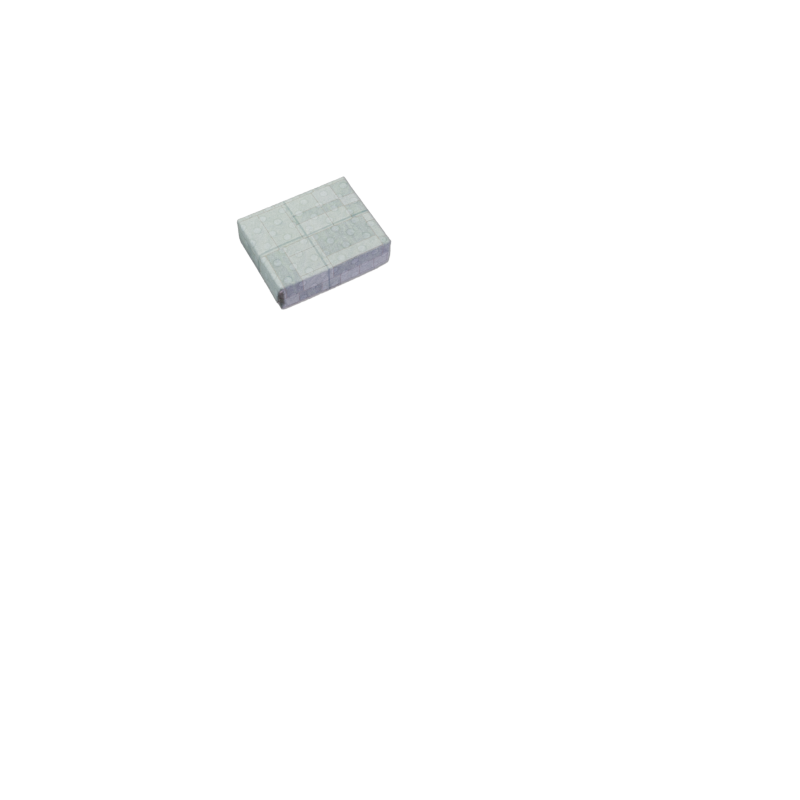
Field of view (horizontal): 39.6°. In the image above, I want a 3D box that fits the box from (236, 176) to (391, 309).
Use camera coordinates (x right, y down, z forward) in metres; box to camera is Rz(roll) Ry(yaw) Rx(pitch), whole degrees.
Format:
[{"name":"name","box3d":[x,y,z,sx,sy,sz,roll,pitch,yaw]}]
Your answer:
[{"name":"box","box3d":[-0.078,-0.142,0.997,0.113,0.097,0.036,-24,-32,-17]}]
